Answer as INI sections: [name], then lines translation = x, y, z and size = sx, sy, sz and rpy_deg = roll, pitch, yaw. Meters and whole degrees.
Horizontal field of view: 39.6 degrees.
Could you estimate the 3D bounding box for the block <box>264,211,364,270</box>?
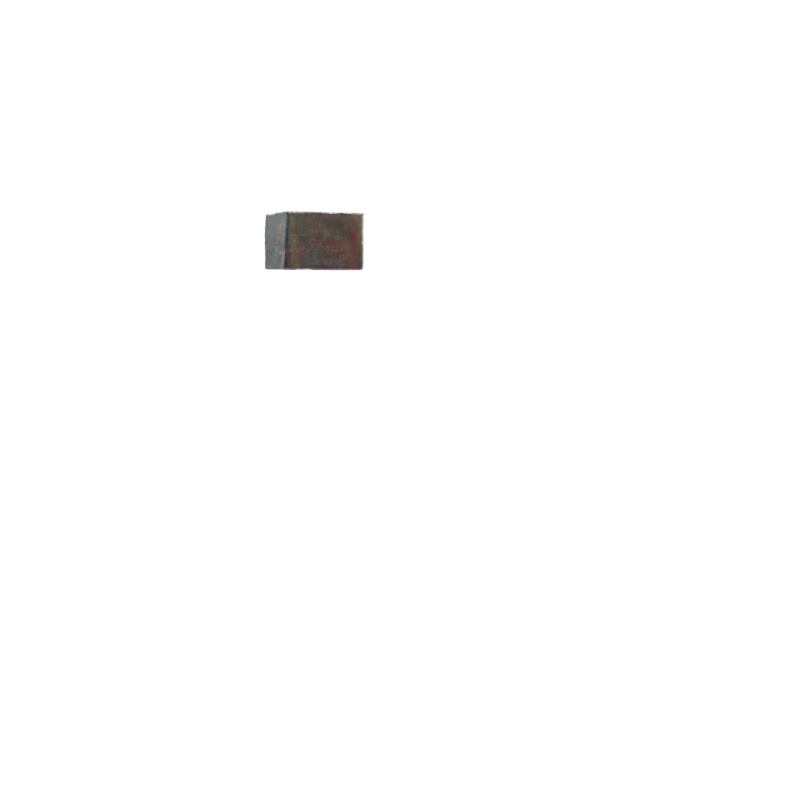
[block]
translation = -0.078, -0.143, 0.999
size = 0.076, 0.051, 0.054
rpy_deg = -2, 3, -26
